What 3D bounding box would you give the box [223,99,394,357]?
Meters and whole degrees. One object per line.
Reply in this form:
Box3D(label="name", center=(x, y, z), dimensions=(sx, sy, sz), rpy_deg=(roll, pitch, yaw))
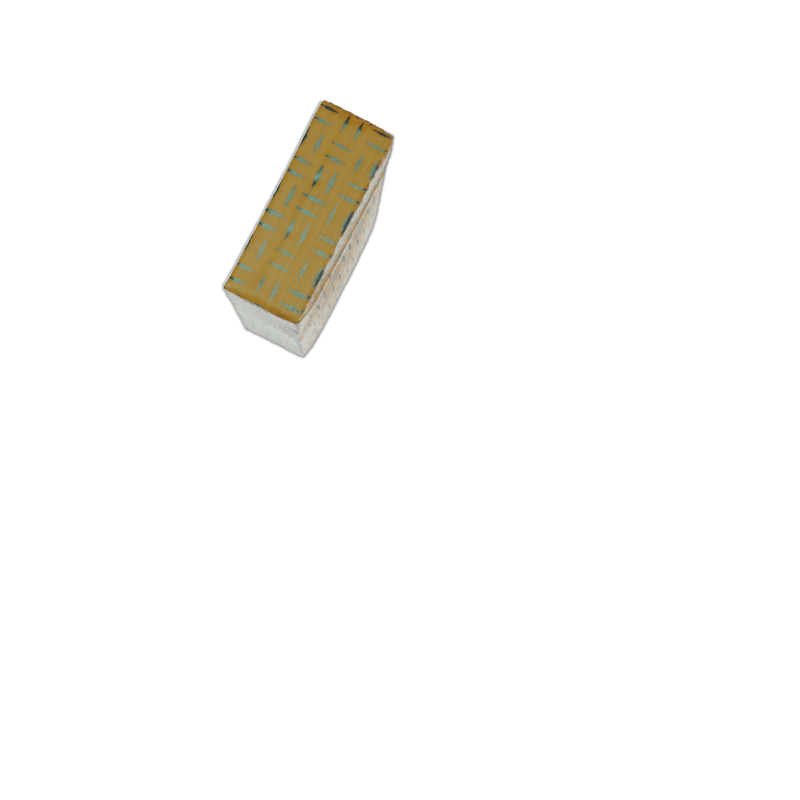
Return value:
Box3D(label="box", center=(-0.072, -0.131, 0.917), dimensions=(0.072, 0.167, 0.210), rpy_deg=(26, -8, -1))
